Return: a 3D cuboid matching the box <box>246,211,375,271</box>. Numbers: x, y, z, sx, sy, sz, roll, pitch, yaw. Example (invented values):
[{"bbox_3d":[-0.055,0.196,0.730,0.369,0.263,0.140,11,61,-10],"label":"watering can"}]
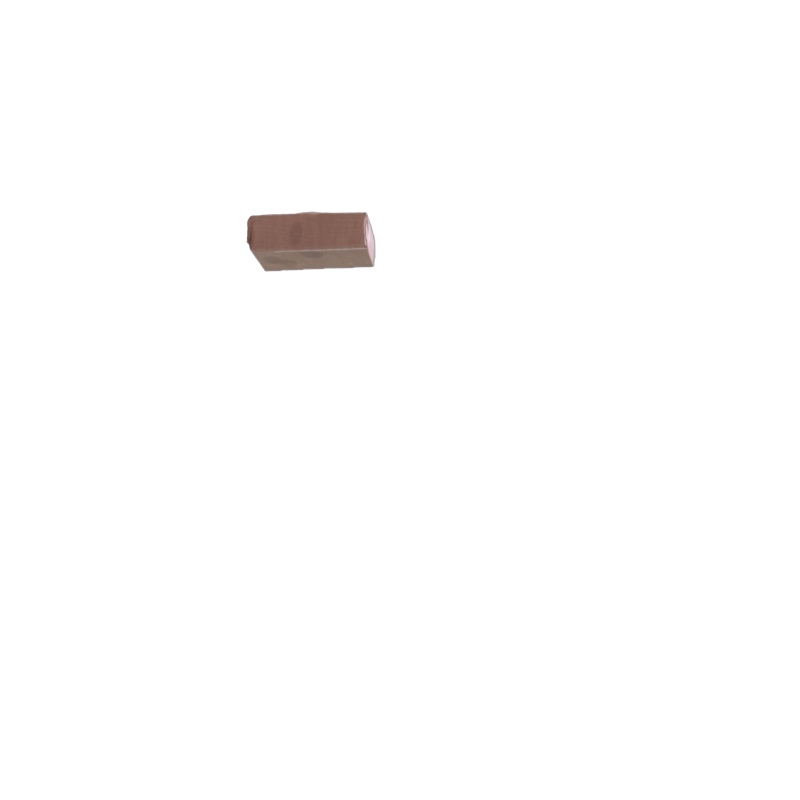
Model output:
[{"bbox_3d":[-0.065,-0.119,0.830,0.090,0.031,0.071,-1,-6,5],"label":"box"}]
